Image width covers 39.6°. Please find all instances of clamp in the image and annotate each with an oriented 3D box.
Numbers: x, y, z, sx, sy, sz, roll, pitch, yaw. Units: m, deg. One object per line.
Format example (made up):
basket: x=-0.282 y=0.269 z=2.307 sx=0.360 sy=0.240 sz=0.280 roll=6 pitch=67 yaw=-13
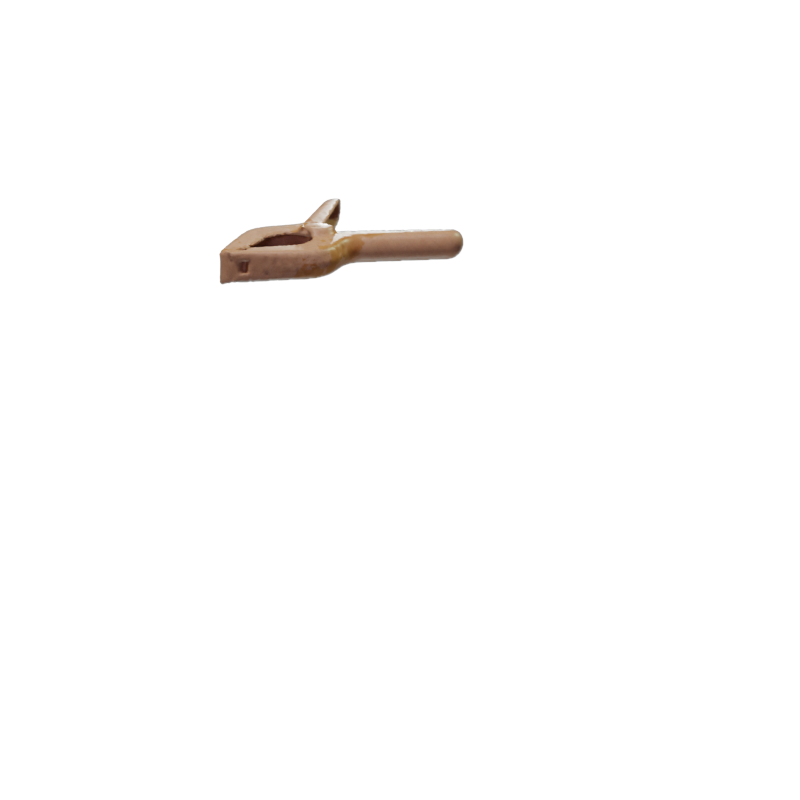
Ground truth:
clamp: x=-0.075 y=-0.136 z=0.954 sx=0.206 sy=0.035 sz=0.175 roll=-17 pitch=28 yaw=-35
